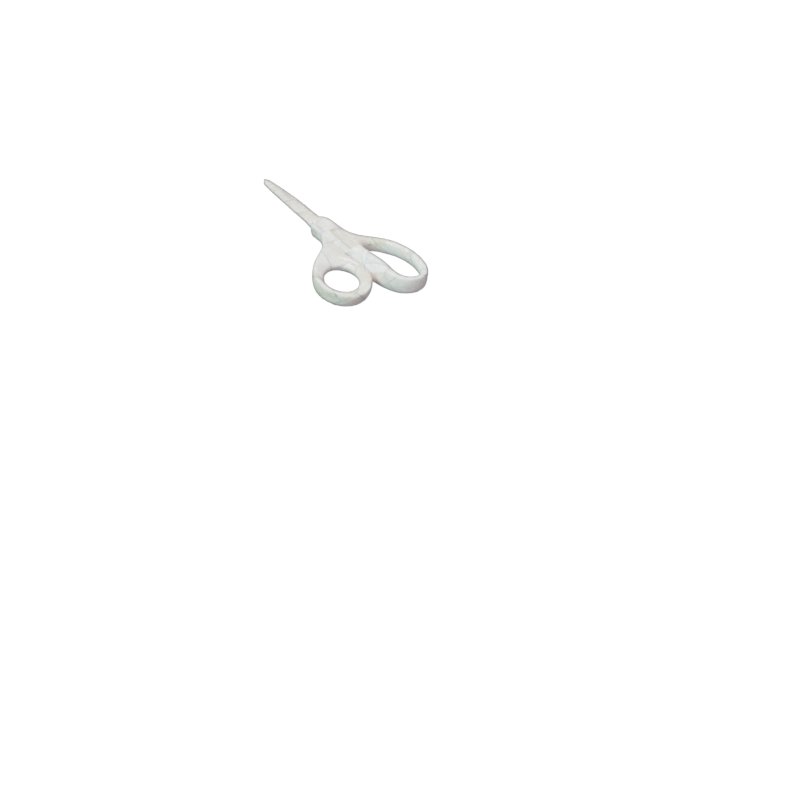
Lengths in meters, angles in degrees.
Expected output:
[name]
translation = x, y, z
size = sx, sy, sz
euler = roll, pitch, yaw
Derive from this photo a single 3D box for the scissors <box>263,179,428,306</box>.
[scissors]
translation = -0.069, -0.127, 0.887
size = 0.215, 0.015, 0.096
euler = 29, 46, 33
